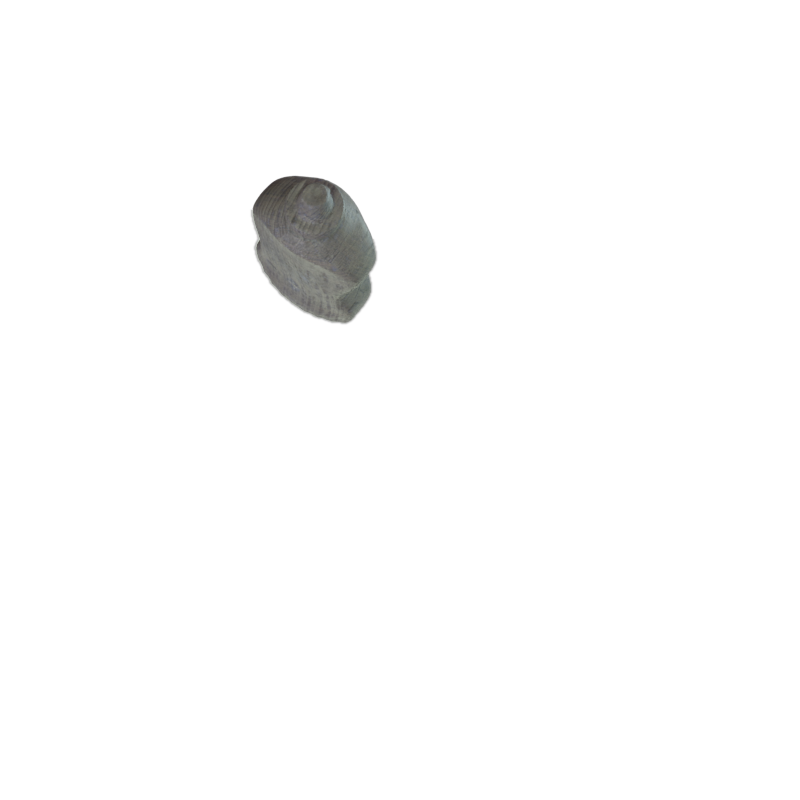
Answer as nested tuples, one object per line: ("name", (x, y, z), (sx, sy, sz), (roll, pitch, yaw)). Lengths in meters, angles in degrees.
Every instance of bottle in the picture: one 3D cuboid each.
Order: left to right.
("bottle", (-0.063, -0.116, 0.809), (0.098, 0.059, 0.186), (39, -11, 5))
